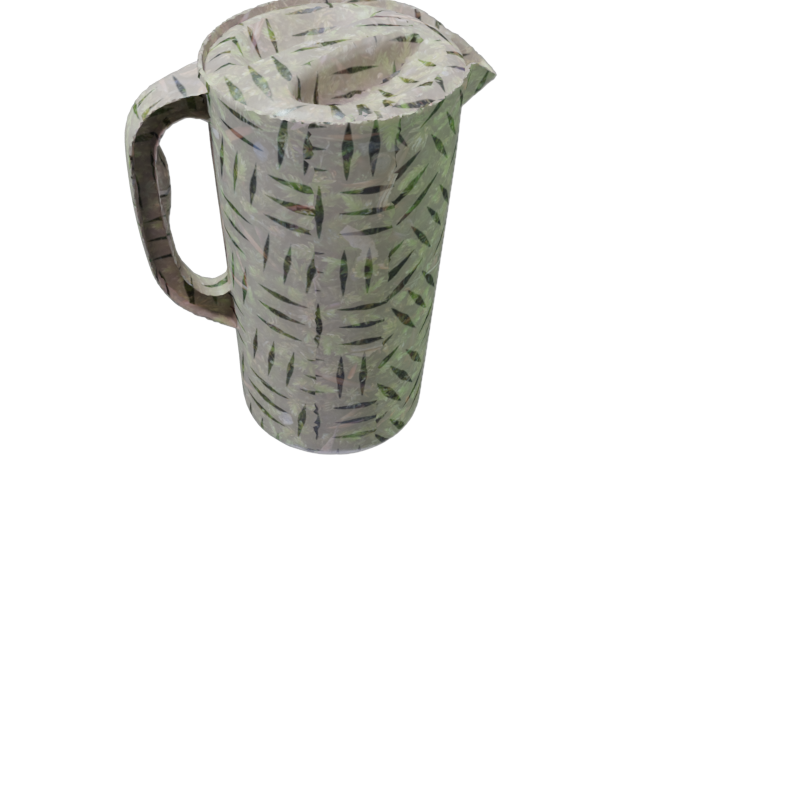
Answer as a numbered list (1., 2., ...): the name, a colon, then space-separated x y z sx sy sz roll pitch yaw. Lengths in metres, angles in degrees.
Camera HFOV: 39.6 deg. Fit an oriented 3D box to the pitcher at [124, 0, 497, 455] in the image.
1. pitcher: -0.047 -0.086 0.606 0.156 0.227 0.149 21 44 21
